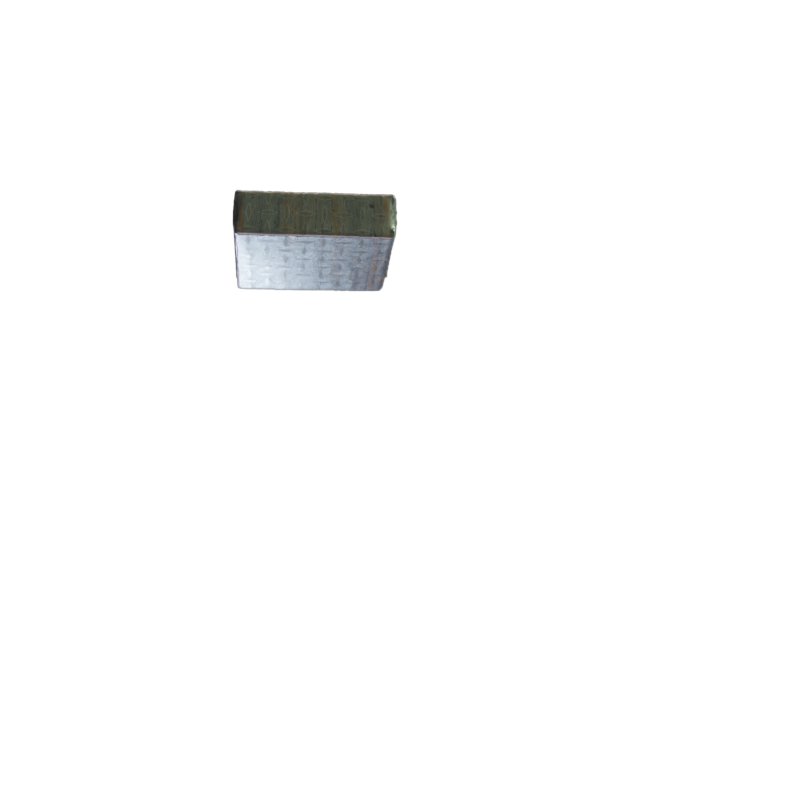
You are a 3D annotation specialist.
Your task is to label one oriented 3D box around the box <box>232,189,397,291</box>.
[{"bbox_3d":[-0.049,-0.090,0.627,0.089,0.032,0.070,1,-21,-3],"label":"box"}]
